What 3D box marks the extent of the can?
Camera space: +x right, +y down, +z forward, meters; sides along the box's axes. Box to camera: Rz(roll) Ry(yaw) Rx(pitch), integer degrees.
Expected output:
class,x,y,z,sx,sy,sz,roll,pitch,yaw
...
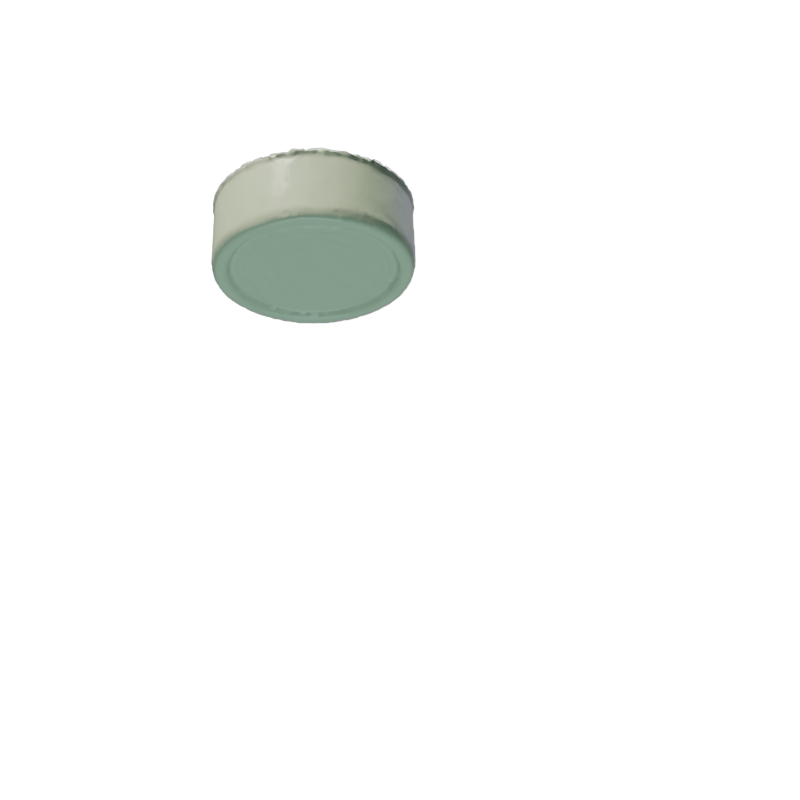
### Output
class,x,y,z,sx,sy,sz,roll,pitch,yaw
can,-0.036,-0.066,0.465,0.086,0.036,0.081,1,-28,-2
